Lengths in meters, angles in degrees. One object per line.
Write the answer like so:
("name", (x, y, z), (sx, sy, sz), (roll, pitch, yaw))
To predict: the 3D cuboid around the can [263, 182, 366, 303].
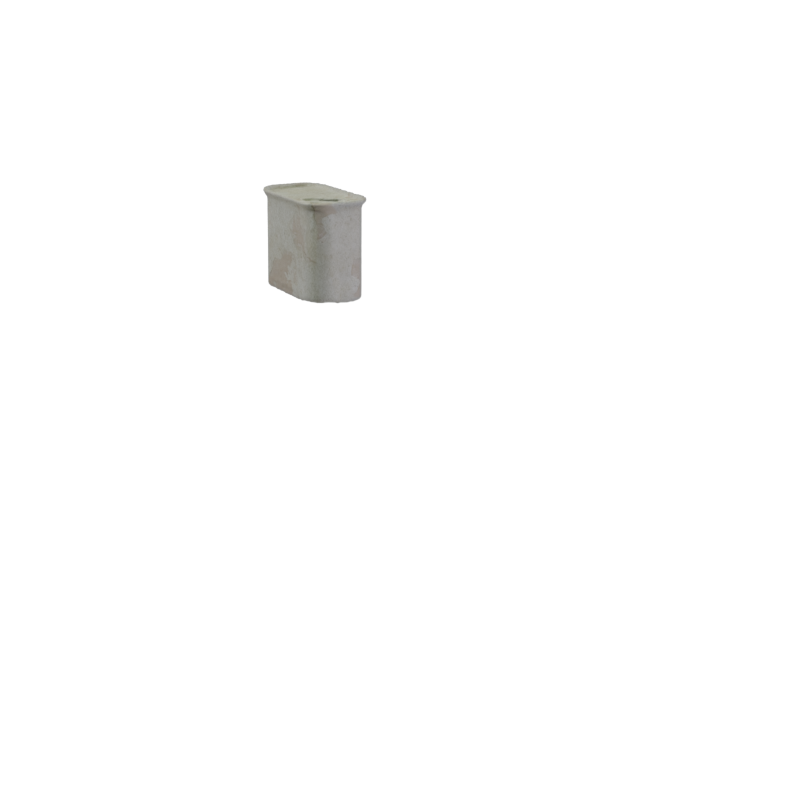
("can", (-0.072, -0.131, 0.920), (0.056, 0.081, 0.108), (-8, 19, -29))
